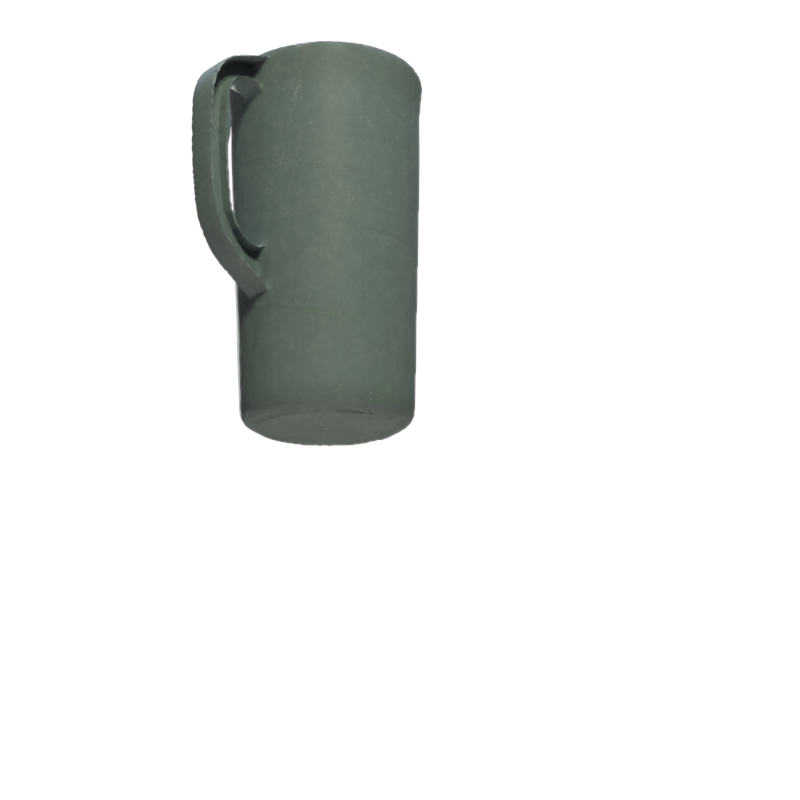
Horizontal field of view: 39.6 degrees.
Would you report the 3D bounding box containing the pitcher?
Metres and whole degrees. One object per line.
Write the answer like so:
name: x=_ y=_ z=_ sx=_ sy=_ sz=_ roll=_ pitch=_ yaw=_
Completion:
pitcher: x=-0.056 y=-0.102 z=0.715 sx=0.149 sy=0.255 sz=0.138 roll=-1 pitch=-21 yaw=-2
